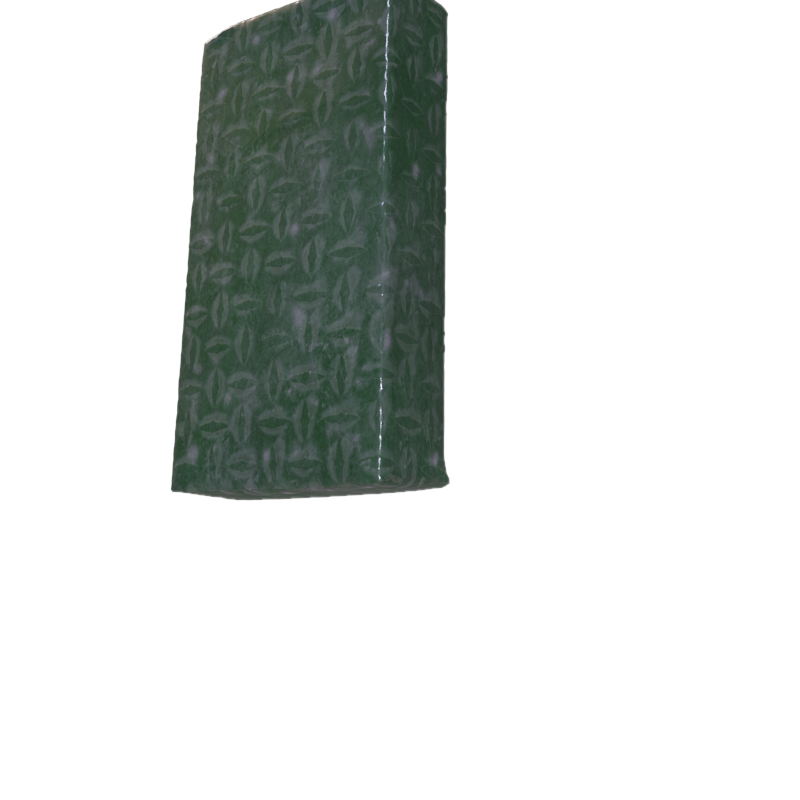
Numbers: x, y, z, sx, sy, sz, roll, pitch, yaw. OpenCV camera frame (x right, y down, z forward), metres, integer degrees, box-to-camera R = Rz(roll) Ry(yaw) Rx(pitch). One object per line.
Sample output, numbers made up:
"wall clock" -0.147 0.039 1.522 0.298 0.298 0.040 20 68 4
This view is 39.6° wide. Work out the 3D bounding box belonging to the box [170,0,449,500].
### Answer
"box" -0.031 -0.056 0.395 0.095 0.183 0.045 -11 -18 34
